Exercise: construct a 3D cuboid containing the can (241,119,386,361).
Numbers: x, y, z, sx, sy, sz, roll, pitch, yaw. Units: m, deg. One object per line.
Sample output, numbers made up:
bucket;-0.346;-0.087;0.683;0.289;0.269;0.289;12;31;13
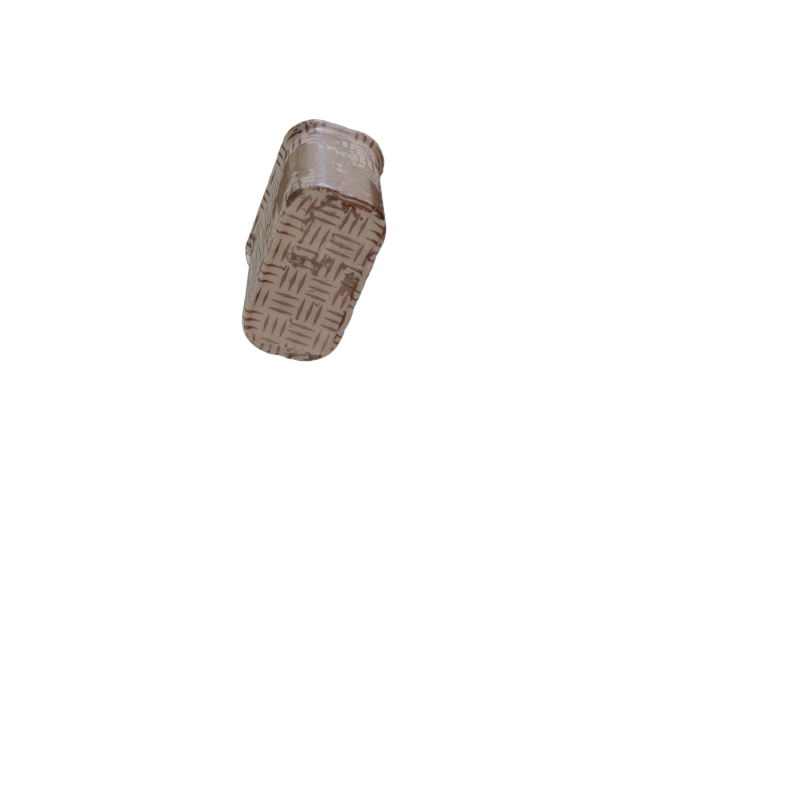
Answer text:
can;-0.045;-0.082;0.575;0.056;0.098;0.089;17;29;-13
